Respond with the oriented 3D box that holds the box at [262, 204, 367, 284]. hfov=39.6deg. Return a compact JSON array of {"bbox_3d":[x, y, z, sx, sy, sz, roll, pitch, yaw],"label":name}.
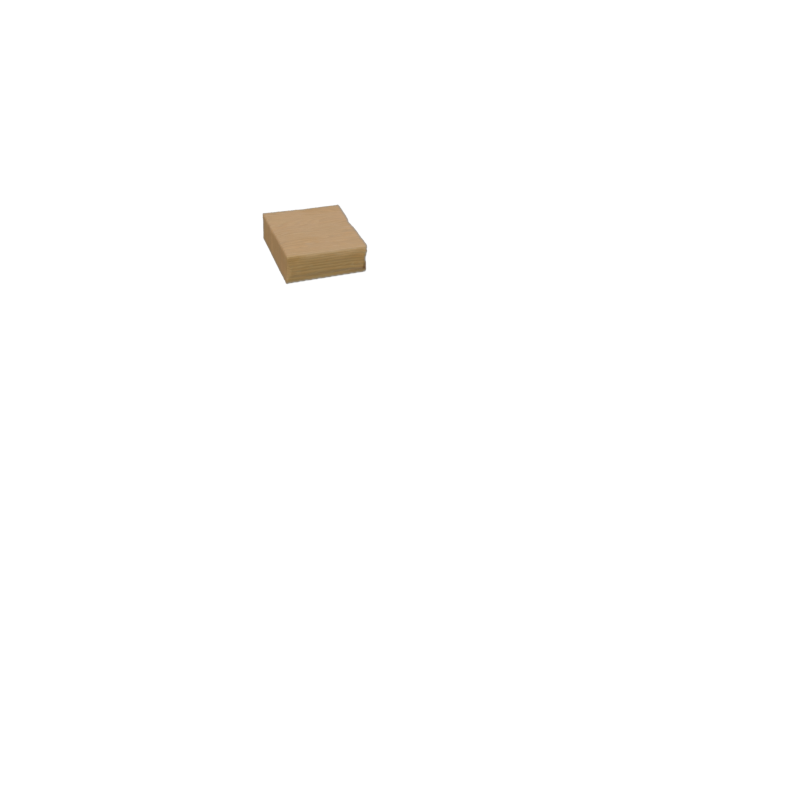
[{"bbox_3d":[-0.077,-0.140,0.982,0.072,0.028,0.096,-9,34,-15],"label":"box"}]
